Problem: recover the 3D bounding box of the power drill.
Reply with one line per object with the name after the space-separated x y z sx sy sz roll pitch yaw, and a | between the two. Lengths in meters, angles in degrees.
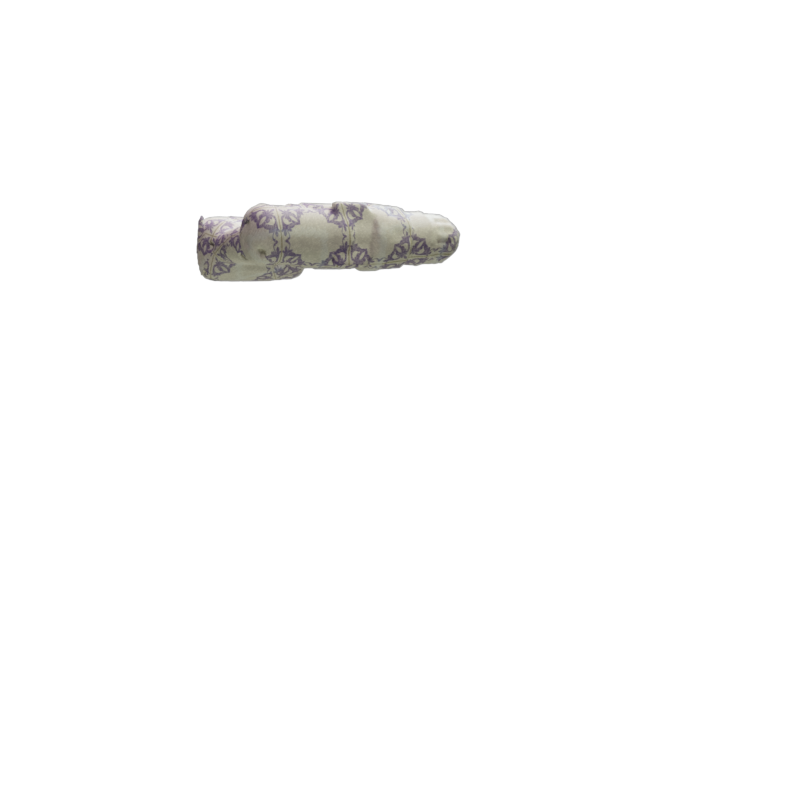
-0.071 -0.129 0.903 0.178 0.058 0.193 -1 1 -31 | power drill
